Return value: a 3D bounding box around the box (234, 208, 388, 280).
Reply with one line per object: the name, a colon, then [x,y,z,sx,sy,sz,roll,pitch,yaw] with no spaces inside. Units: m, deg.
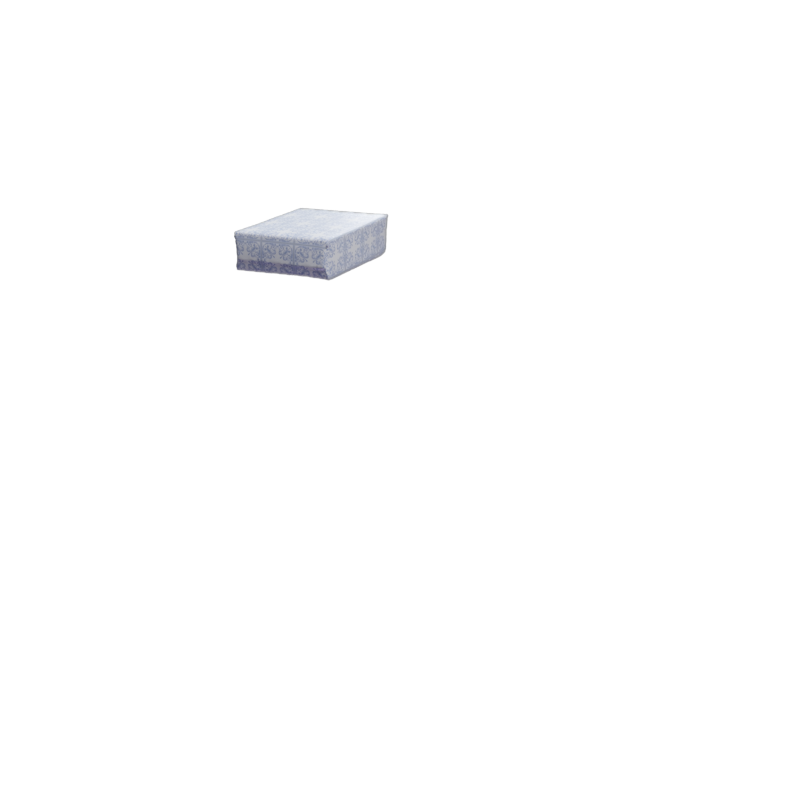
box: [-0.073,-0.134,0.939,0.093,0.038,0.113,9,20,25]
